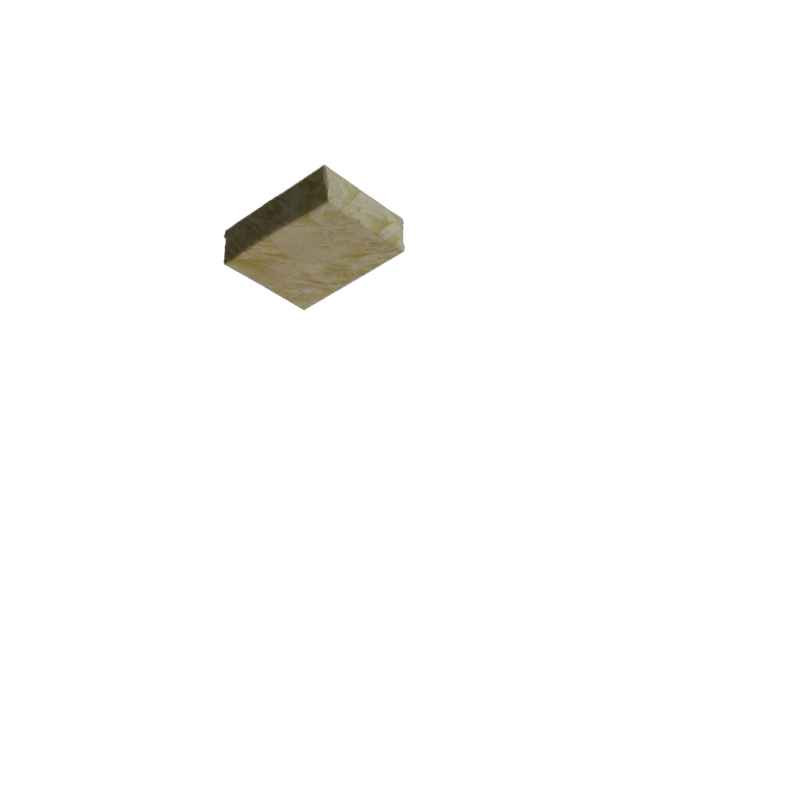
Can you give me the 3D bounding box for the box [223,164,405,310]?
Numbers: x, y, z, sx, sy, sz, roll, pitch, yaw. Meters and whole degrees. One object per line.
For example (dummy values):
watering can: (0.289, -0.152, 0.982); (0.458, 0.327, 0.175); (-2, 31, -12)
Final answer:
box: (-0.067, -0.122, 0.854); (0.114, 0.042, 0.084); (-25, -39, 35)
